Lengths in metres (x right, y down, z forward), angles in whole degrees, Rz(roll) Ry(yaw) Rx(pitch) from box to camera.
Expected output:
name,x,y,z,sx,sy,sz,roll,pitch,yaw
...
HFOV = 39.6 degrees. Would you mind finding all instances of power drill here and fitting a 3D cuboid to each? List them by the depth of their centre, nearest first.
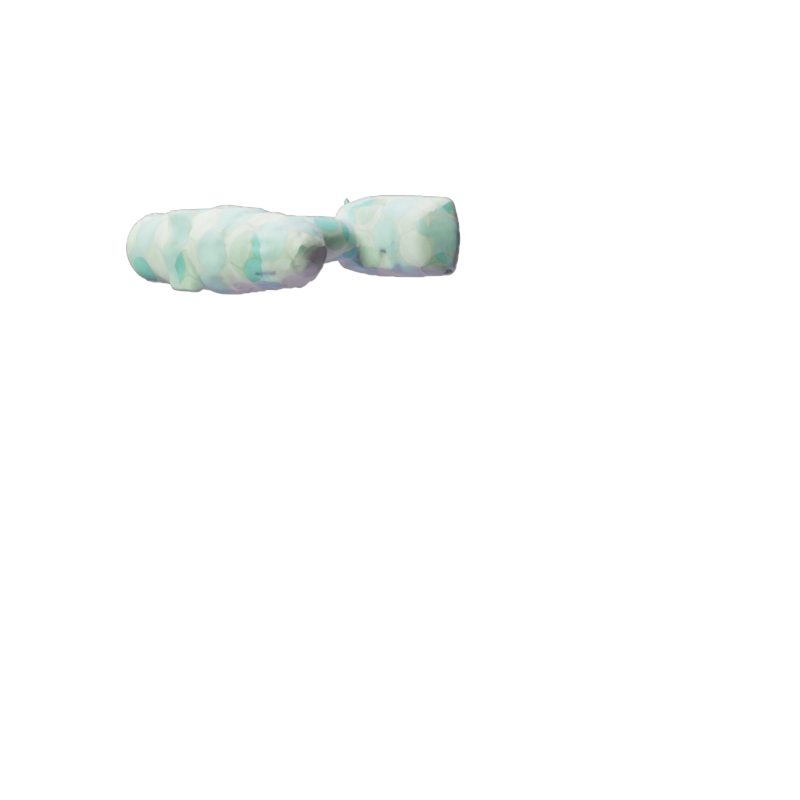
name,x,y,z,sx,sy,sz,roll,pitch,yaw
power drill,-0.054,-0.099,0.695,0.182,0.056,0.193,-8,13,-38
